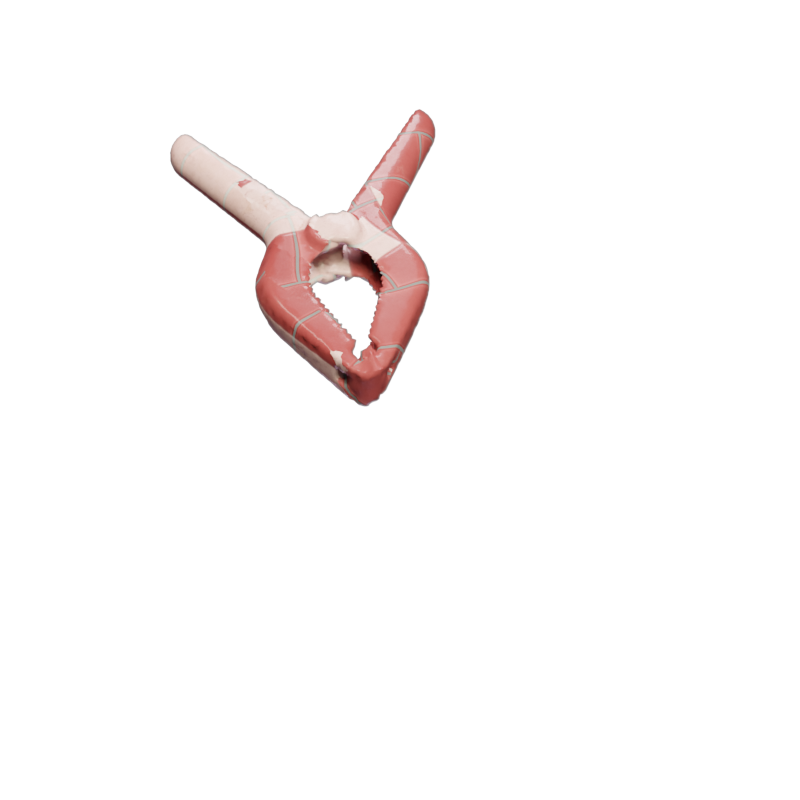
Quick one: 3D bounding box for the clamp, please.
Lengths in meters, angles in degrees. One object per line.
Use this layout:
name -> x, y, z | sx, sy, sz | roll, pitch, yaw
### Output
clamp -> -0.049, -0.090, 0.628 | 0.164, 0.226, 0.034 | -4, -40, -4
